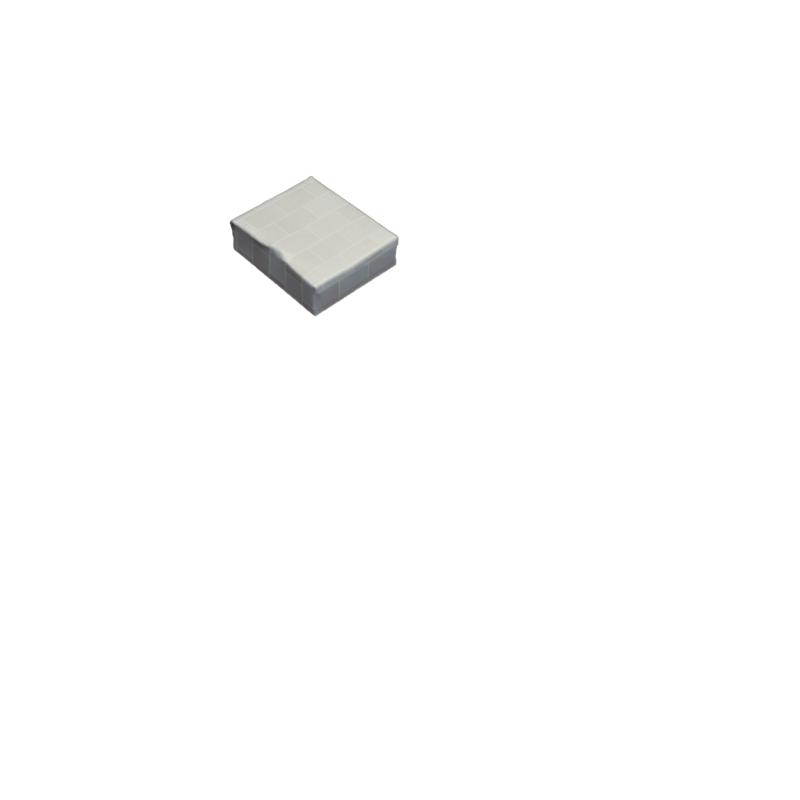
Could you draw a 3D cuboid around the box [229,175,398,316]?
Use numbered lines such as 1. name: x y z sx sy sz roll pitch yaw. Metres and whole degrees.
1. box: -0.058 -0.105 0.735 0.073 0.028 0.095 -33 55 -28
